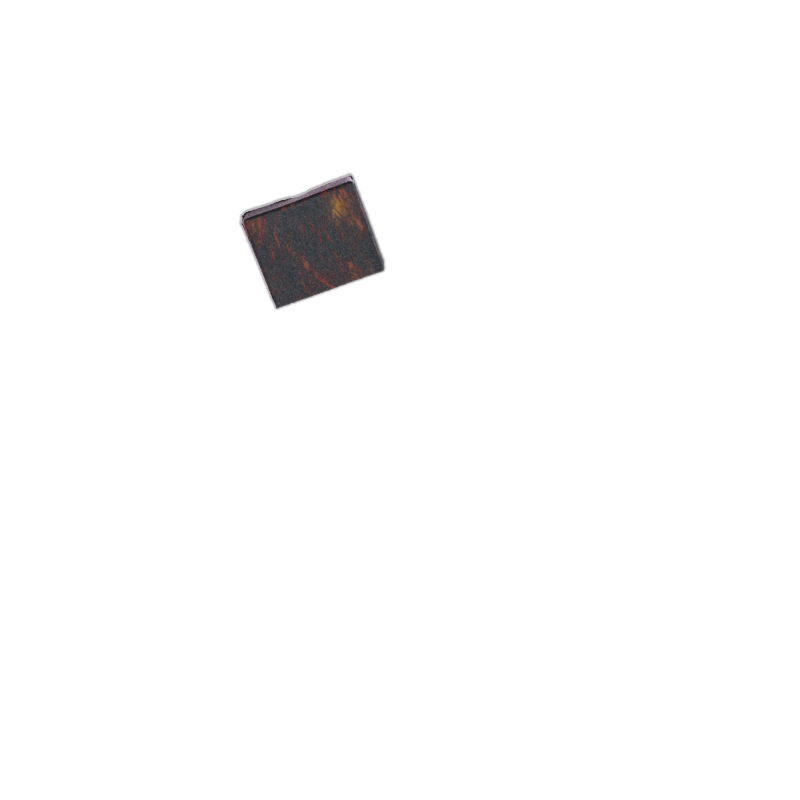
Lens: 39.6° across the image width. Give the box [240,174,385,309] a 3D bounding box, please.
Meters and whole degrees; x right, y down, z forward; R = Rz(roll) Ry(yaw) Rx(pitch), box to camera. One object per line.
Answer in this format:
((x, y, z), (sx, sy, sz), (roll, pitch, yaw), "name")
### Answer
((-0.065, -0.118, 0.824), (0.089, 0.070, 0.031), (-19, 17, 5), "box")
